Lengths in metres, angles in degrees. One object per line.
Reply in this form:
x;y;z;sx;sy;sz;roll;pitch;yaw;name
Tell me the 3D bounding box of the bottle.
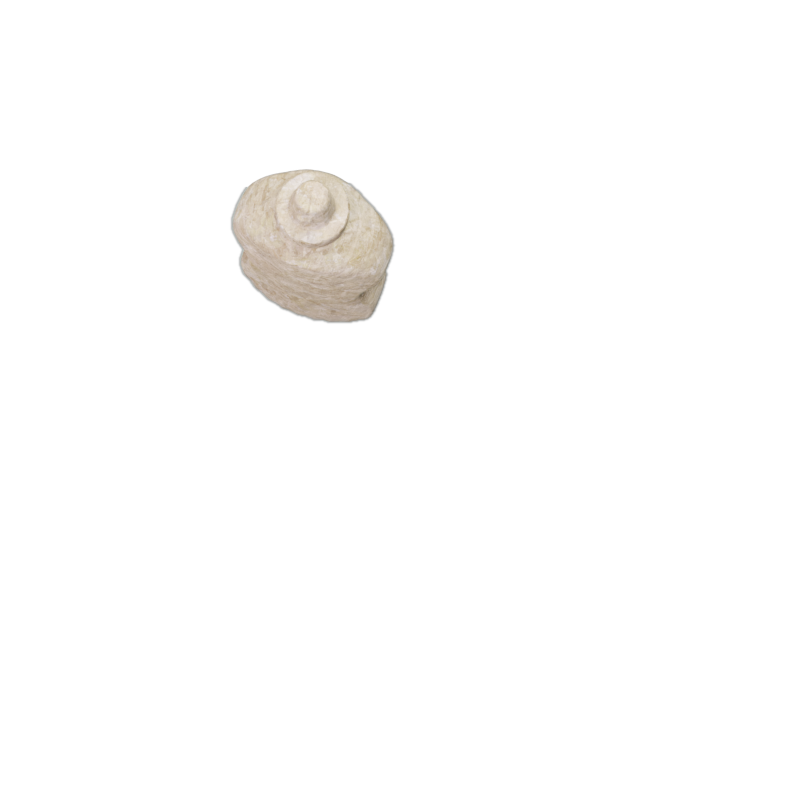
-0.053;-0.095;0.670;0.097;0.059;0.187;23;-9;0;bottle
